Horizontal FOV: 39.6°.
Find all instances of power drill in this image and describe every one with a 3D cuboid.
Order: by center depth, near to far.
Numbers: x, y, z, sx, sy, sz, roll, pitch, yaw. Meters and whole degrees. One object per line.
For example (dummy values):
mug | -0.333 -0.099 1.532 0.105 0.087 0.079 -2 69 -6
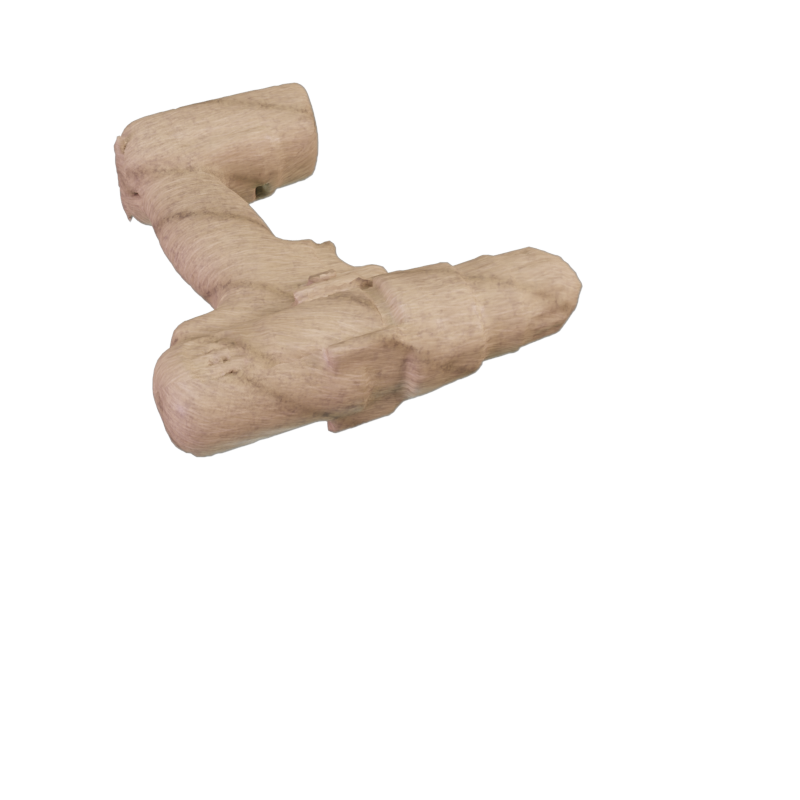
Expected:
power drill | -0.039 -0.071 0.497 0.182 0.053 0.203 -17 46 -18
